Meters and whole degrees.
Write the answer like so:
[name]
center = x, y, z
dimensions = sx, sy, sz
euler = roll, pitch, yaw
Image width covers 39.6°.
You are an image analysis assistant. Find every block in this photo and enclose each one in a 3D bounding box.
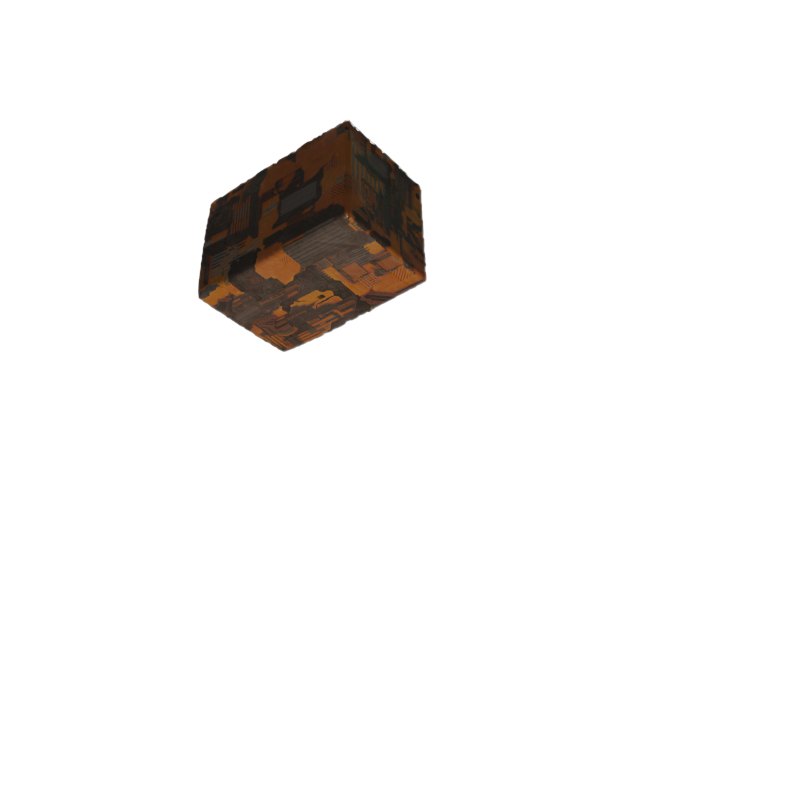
[block]
center = -0.035, -0.064, 0.451
dimensions = 0.078, 0.055, 0.049
euler = -25, -43, 28
